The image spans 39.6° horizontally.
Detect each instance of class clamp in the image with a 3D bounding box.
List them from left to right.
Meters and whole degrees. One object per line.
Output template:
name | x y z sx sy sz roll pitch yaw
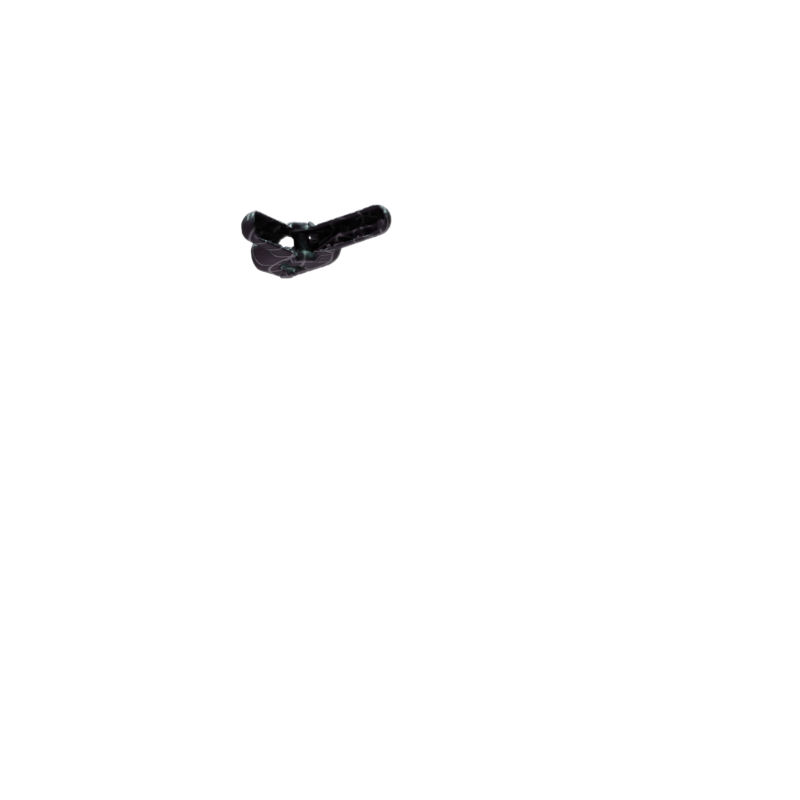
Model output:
clamp | -0.074 -0.135 0.942 0.119 0.040 0.170 0 -3 -6
